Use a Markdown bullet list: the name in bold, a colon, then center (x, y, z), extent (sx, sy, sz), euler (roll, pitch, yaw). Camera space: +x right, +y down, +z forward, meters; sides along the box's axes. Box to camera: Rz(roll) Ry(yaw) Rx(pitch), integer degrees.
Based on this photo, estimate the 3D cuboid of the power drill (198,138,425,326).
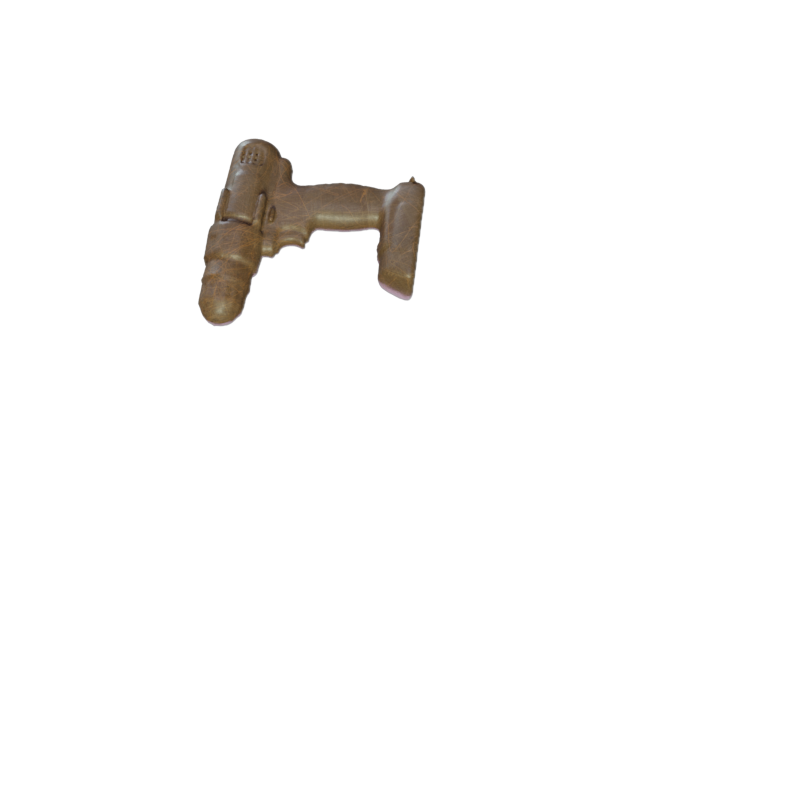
- **power drill**: center (-0.077, -0.140, 0.983), extent (0.189, 0.194, 0.054), euler (9, -24, 4)
